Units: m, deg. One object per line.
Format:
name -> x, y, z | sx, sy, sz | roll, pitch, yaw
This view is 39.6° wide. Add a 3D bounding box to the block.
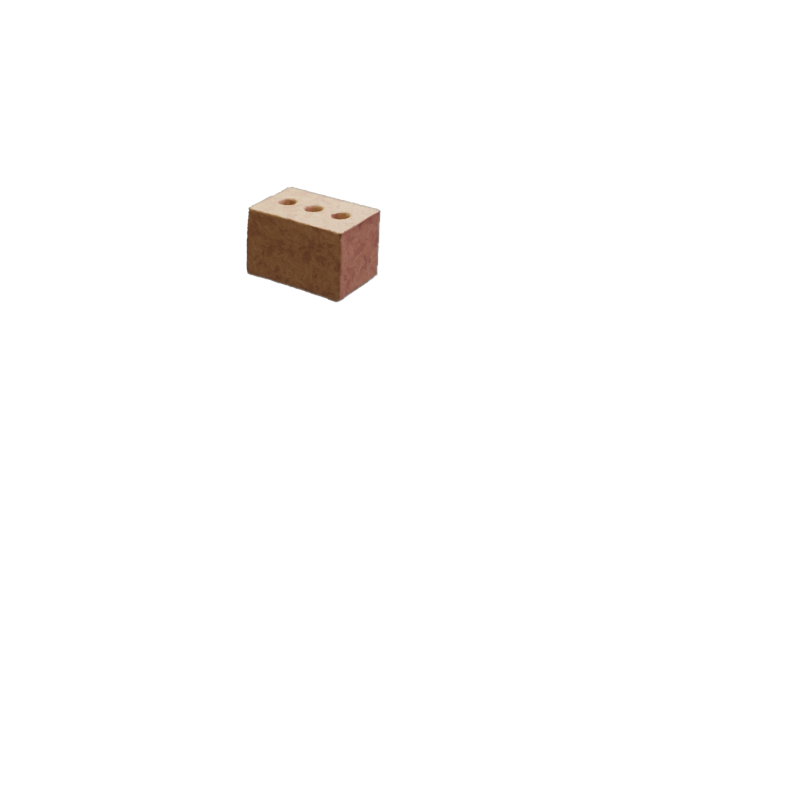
block -> -0.059, -0.108, 0.758 | 0.082, 0.048, 0.053 | 18, 33, 28
